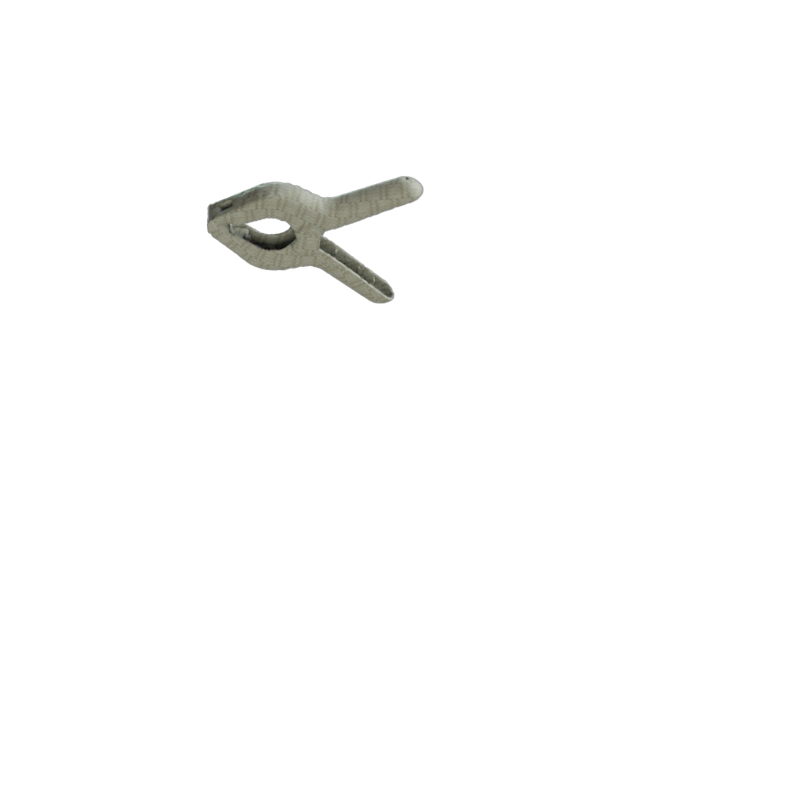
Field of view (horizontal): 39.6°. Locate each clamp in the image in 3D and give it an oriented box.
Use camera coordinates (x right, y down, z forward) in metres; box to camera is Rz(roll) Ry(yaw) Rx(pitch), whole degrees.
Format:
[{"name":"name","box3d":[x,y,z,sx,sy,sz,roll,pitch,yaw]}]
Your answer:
[{"name":"clamp","box3d":[-0.070,-0.128,0.899,0.171,0.113,0.042,2,31,-1]}]
